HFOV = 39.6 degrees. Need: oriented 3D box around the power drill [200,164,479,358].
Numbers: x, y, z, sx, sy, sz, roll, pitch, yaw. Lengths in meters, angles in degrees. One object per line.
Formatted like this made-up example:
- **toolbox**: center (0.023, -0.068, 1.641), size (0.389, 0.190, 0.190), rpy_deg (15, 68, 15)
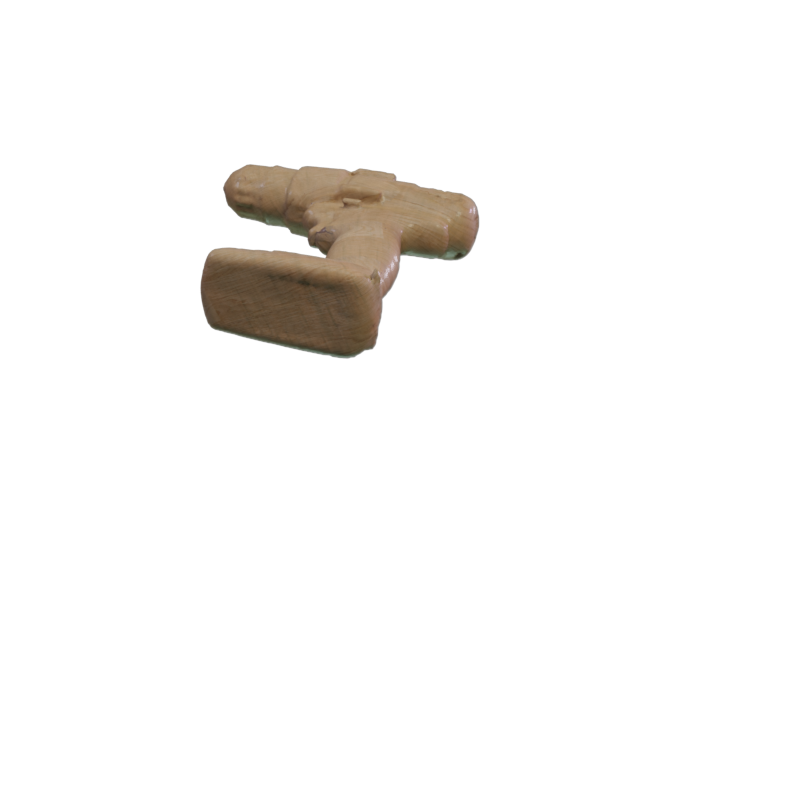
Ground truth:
- **power drill**: center (-0.056, -0.102, 0.714), size (0.190, 0.054, 0.193), rpy_deg (10, 31, 16)
